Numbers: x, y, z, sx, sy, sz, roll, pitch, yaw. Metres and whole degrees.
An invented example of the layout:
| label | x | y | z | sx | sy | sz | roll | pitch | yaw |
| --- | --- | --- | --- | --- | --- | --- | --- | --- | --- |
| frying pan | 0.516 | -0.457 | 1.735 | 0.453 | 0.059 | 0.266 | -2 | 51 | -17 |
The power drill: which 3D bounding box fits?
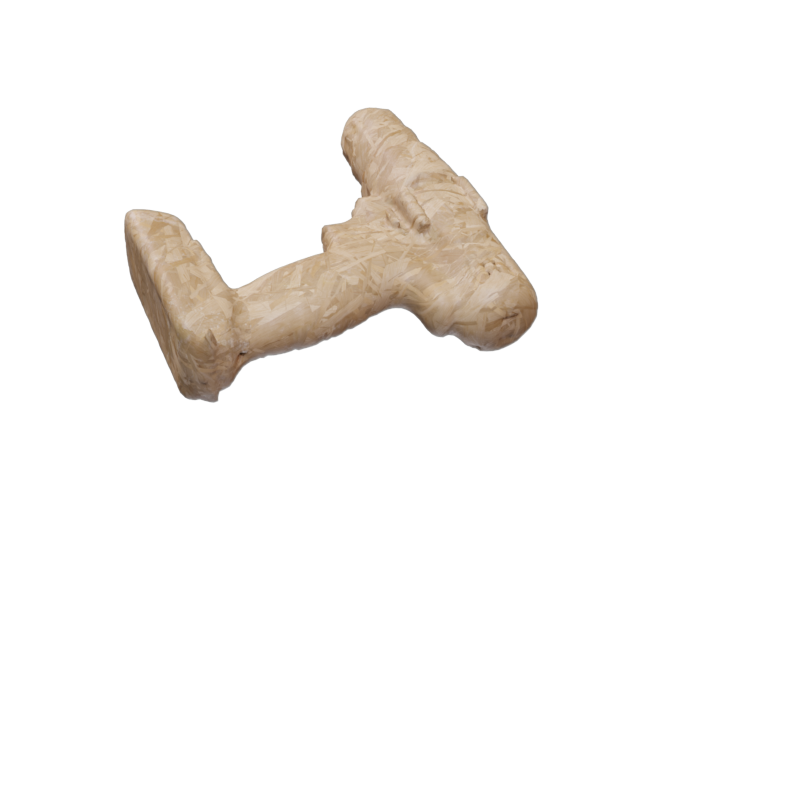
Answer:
| label | x | y | z | sx | sy | sz | roll | pitch | yaw |
| --- | --- | --- | --- | --- | --- | --- | --- | --- | --- |
| power drill | -0.046 | -0.084 | 0.587 | 0.186 | 0.053 | 0.200 | -17 | 48 | -17 |
